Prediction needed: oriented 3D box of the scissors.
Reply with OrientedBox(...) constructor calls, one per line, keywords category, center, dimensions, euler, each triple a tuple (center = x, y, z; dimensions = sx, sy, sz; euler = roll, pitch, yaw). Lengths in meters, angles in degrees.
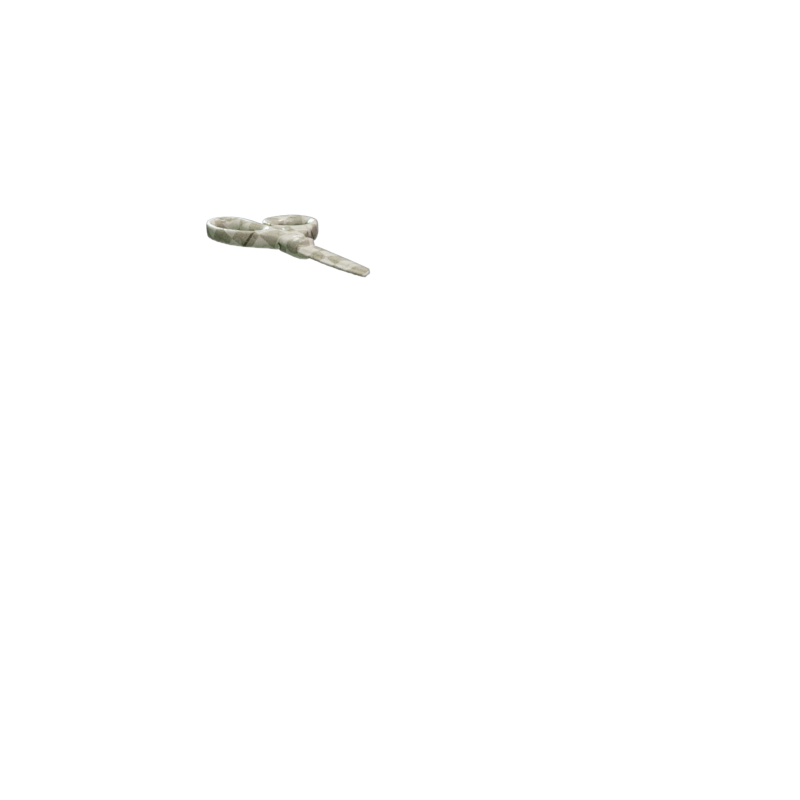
OrientedBox(category="scissors", center=(-0.065, -0.118, 0.827), dimensions=(0.094, 0.015, 0.213), euler=(-18, 27, -42))
